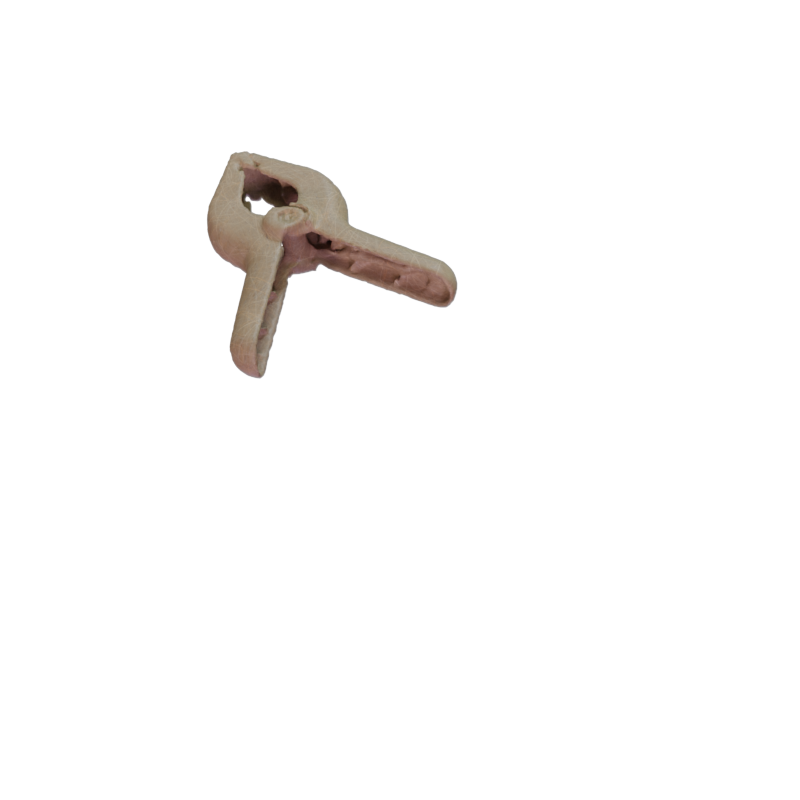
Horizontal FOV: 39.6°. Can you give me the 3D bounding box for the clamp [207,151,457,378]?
[{"bbox_3d":[-0.047,-0.086,0.604,0.119,0.036,0.186,-11,45,-12],"label":"clamp"}]
